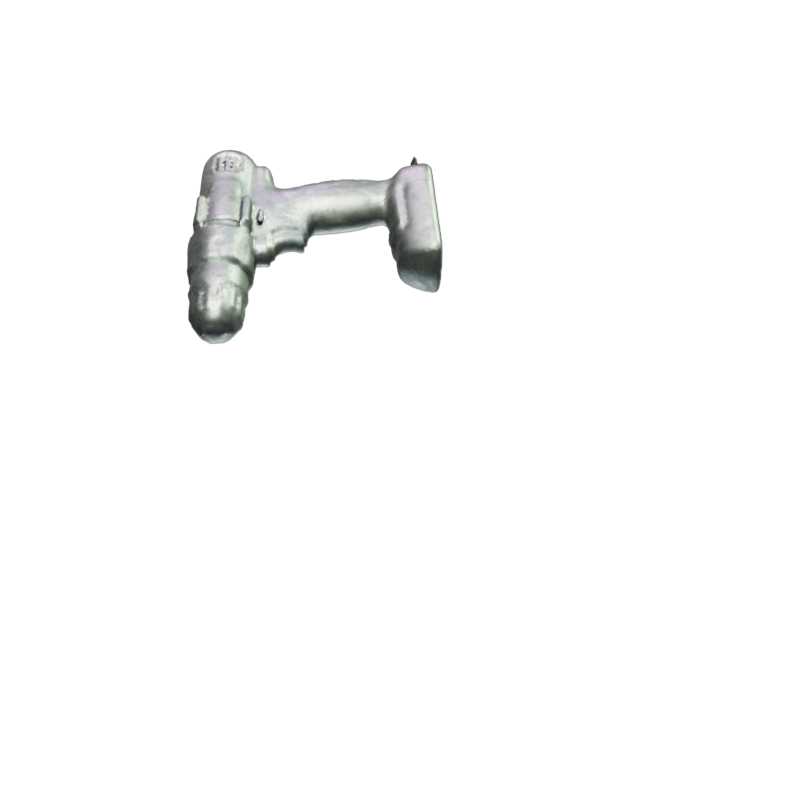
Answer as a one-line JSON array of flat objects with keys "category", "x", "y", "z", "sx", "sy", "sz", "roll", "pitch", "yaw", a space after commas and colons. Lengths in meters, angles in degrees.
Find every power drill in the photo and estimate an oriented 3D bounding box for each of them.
[{"category": "power drill", "x": -0.065, "y": -0.118, "z": 0.829, "sx": 0.187, "sy": 0.198, "sz": 0.053, "roll": -1, "pitch": -40, "yaw": -1}]
